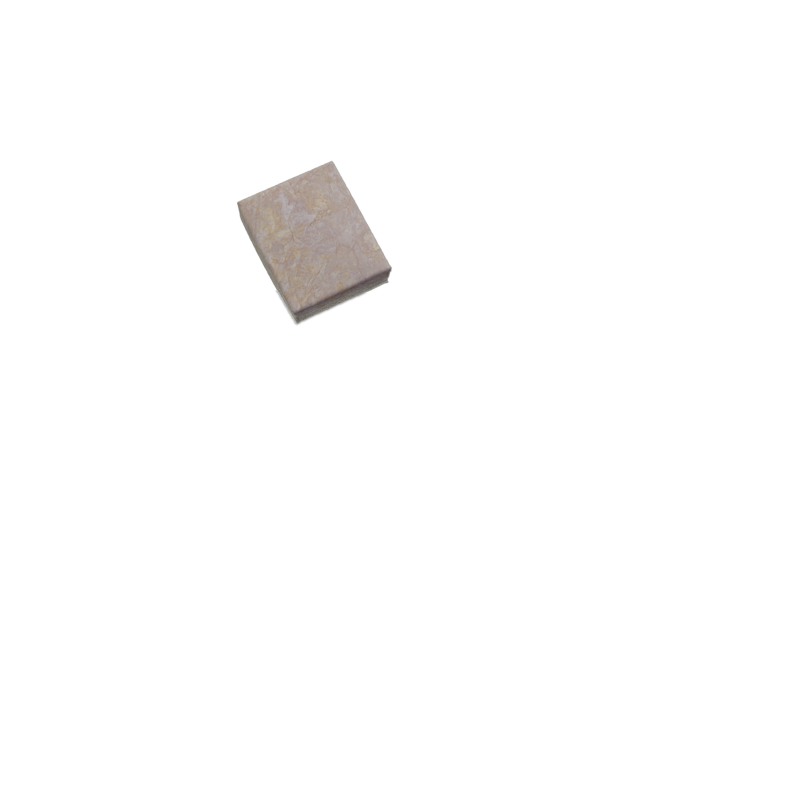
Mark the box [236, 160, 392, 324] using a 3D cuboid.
[{"bbox_3d":[-0.072,-0.131,0.921,0.090,0.119,0.037,-25,-18,-9],"label":"box"}]
